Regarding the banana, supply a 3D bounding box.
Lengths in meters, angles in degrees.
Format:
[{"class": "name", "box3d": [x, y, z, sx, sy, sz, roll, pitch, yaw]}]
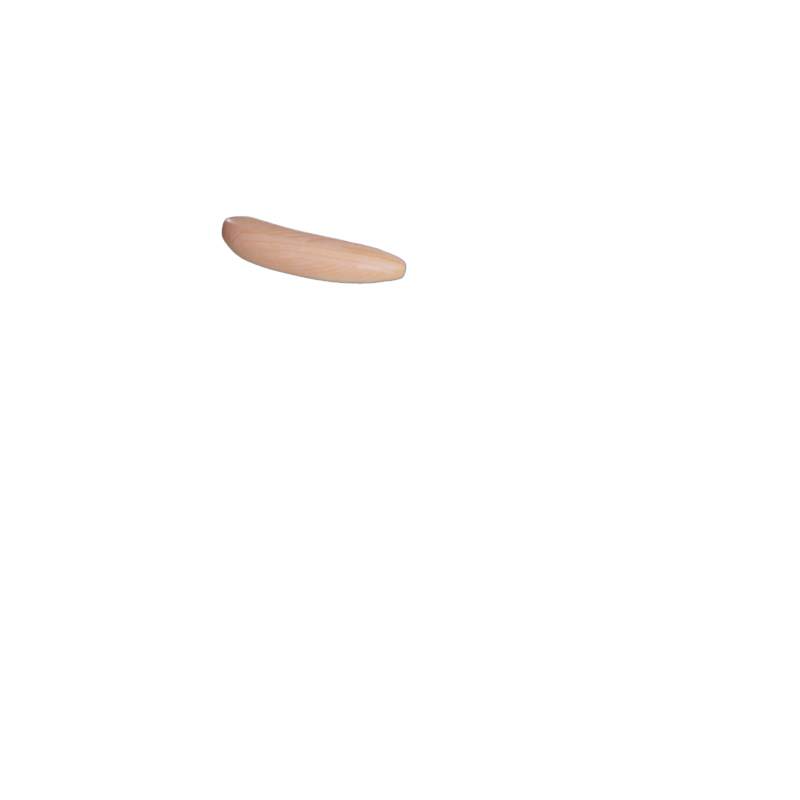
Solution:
[{"class": "banana", "box3d": [-0.089, -0.131, 0.944, 0.210, 0.035, 0.069, 22, 32, 37]}]
